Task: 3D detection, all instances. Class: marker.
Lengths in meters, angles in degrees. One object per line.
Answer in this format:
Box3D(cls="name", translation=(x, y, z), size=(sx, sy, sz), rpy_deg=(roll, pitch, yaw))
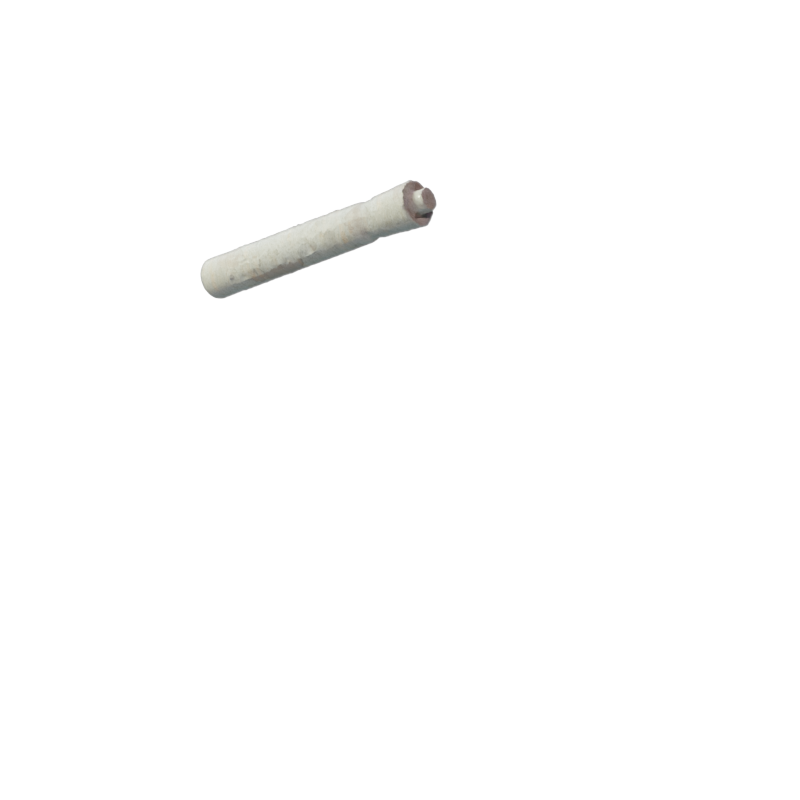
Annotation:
Box3D(cls="marker", translation=(-0.036, -0.065, 0.458), size=(0.123, 0.020, 0.019), rpy_deg=(-14, -5, 38))
